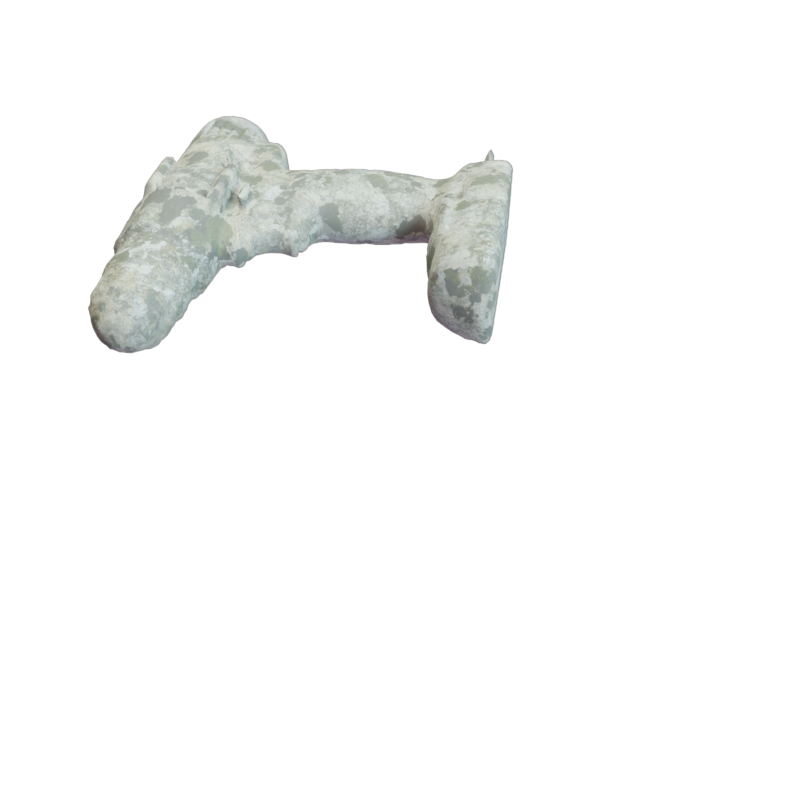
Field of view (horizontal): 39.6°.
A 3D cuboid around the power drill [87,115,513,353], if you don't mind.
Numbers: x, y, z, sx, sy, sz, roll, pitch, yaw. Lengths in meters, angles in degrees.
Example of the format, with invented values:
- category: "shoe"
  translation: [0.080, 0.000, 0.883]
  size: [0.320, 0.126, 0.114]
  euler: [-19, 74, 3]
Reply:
- category: "power drill"
  translation: [-0.043, -0.079, 0.551]
  size: [0.191, 0.053, 0.194]
  euler: [8, 41, 9]
